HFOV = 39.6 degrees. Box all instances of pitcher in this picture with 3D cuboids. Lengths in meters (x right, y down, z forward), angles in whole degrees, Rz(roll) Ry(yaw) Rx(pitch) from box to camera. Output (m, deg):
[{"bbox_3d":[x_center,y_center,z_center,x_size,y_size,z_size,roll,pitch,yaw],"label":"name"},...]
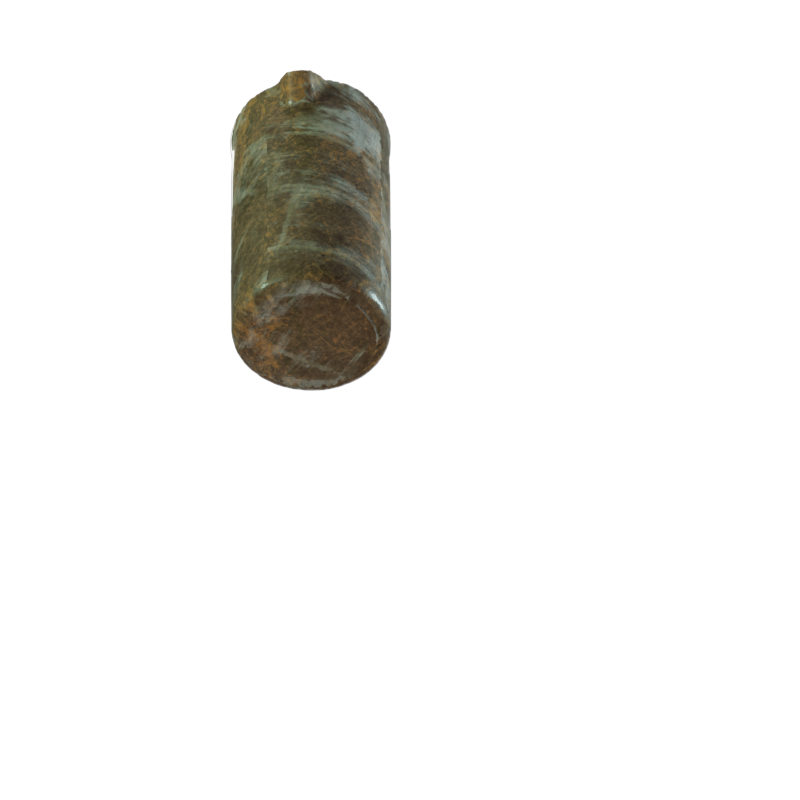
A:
[{"bbox_3d":[-0.066,-0.120,0.839,0.141,0.261,0.143,31,-56,-28],"label":"pitcher"}]
